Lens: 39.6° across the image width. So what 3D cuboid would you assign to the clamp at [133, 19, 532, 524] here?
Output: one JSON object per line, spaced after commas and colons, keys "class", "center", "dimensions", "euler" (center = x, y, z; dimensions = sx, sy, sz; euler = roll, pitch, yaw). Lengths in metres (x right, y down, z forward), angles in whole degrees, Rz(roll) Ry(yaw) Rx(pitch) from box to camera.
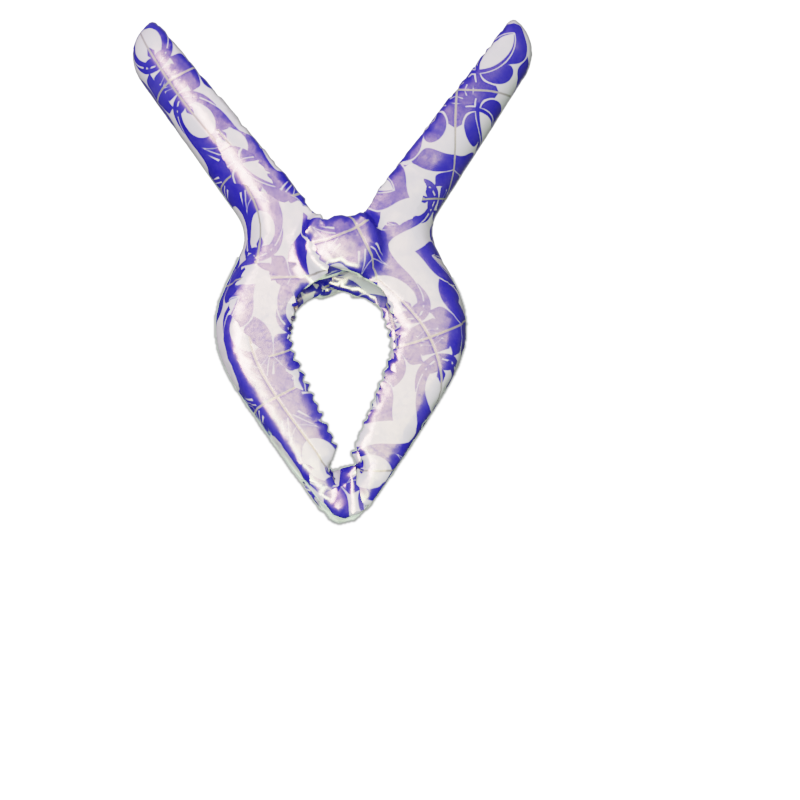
{"class": "clamp", "center": [-0.034, -0.062, 0.434], "dimensions": [0.165, 0.219, 0.035], "euler": [5, -19, 1]}
